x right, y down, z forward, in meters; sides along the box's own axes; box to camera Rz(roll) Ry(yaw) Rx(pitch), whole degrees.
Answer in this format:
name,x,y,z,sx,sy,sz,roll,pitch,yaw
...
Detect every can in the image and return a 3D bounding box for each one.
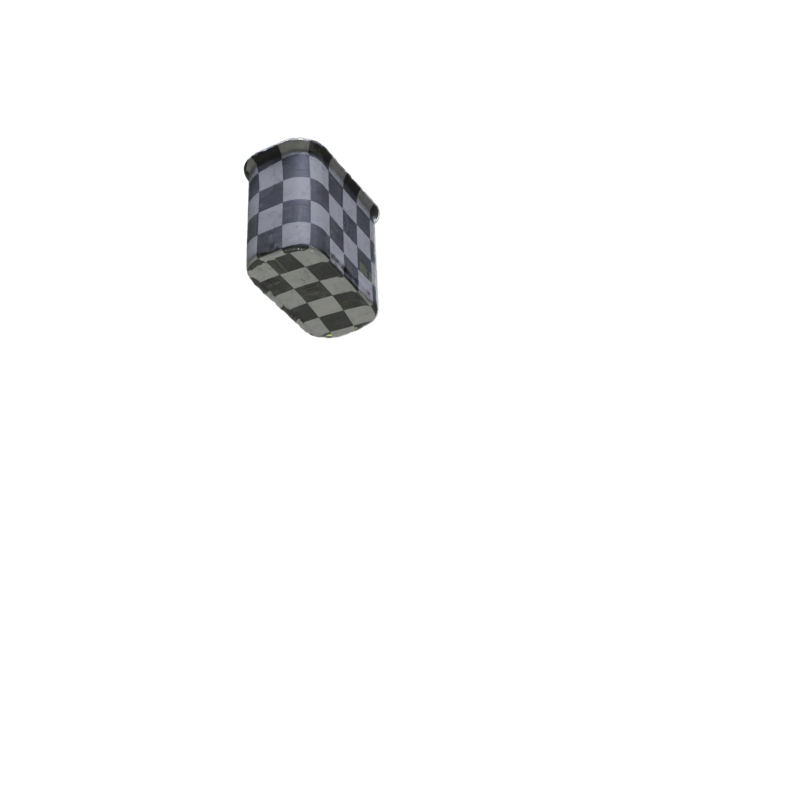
name,x,y,z,sx,sy,sz,roll,pitch,yaw
can,-0.054,-0.099,0.693,0.058,0.090,0.094,-19,-38,23
